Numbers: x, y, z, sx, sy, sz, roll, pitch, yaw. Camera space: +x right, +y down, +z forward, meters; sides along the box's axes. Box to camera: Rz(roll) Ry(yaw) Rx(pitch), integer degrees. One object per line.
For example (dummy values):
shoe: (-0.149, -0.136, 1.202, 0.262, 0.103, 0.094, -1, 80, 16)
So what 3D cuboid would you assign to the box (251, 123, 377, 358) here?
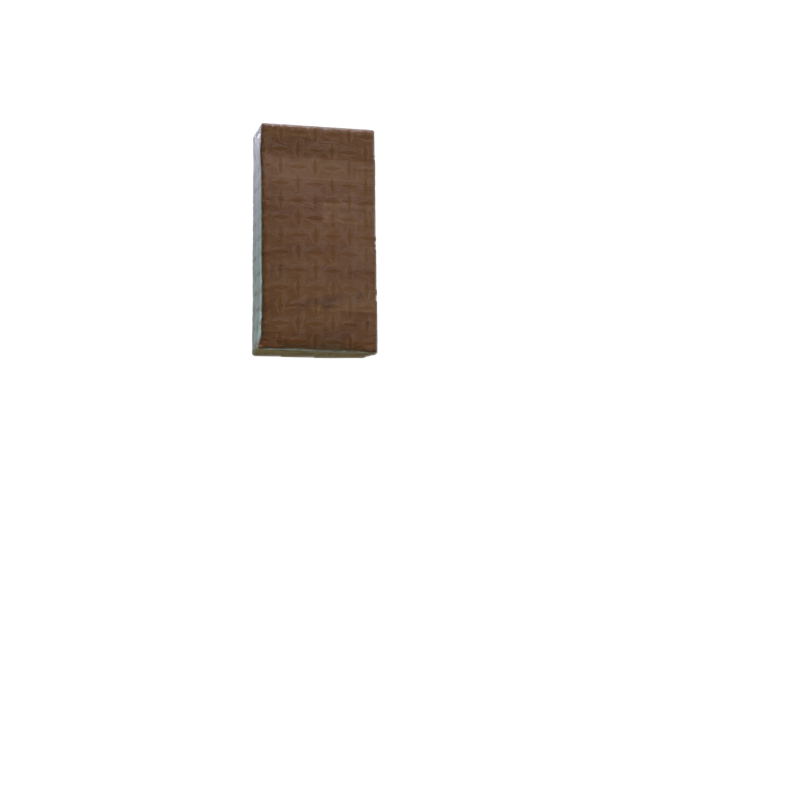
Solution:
box: (-0.067, -0.122, 0.858, 0.091, 0.182, 0.047, 2, -13, -14)
